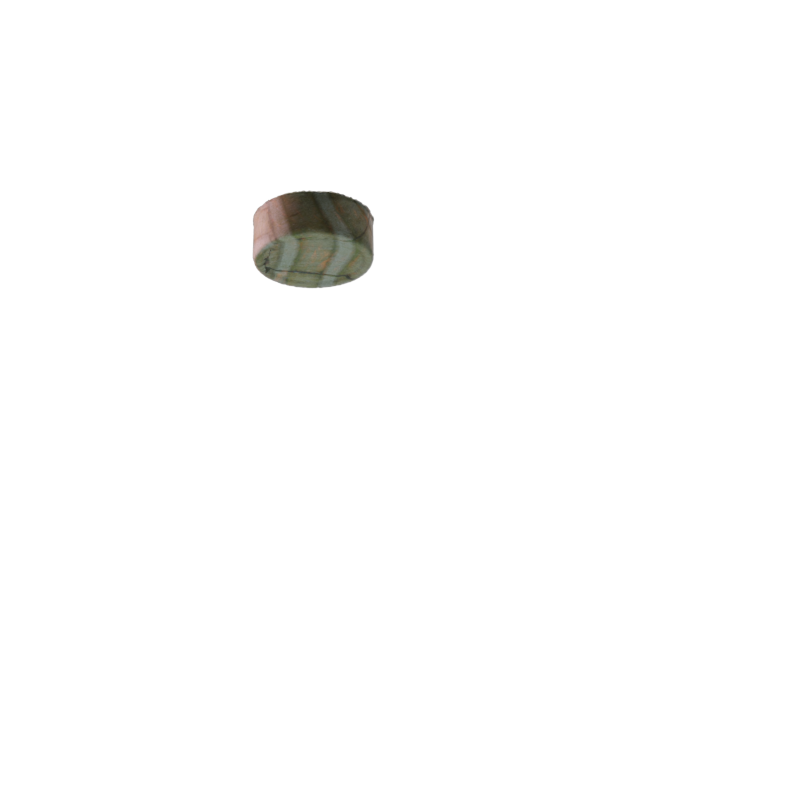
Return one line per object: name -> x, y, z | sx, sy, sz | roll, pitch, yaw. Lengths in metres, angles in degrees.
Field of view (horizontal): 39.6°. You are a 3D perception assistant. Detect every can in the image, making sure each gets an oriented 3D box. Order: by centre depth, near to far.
can -> -0.061, -0.111, 0.777 | 0.086, 0.035, 0.081 | 1, -23, -2
